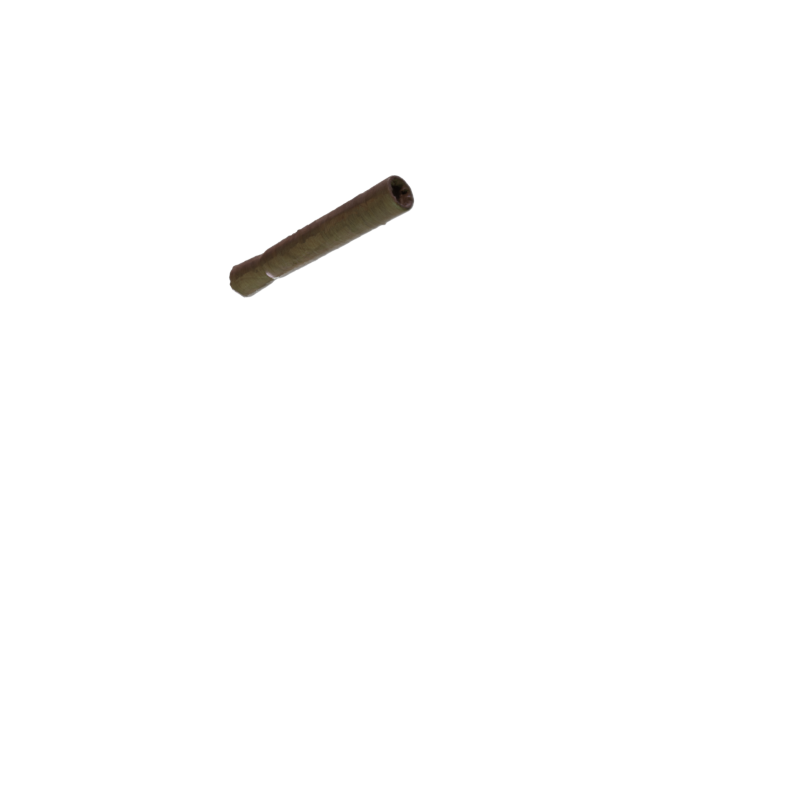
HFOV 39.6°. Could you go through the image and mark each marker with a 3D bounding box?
[{"bbox_3d":[-0.044,-0.080,0.559,0.121,0.020,0.019,-22,-11,38],"label":"marker"}]
